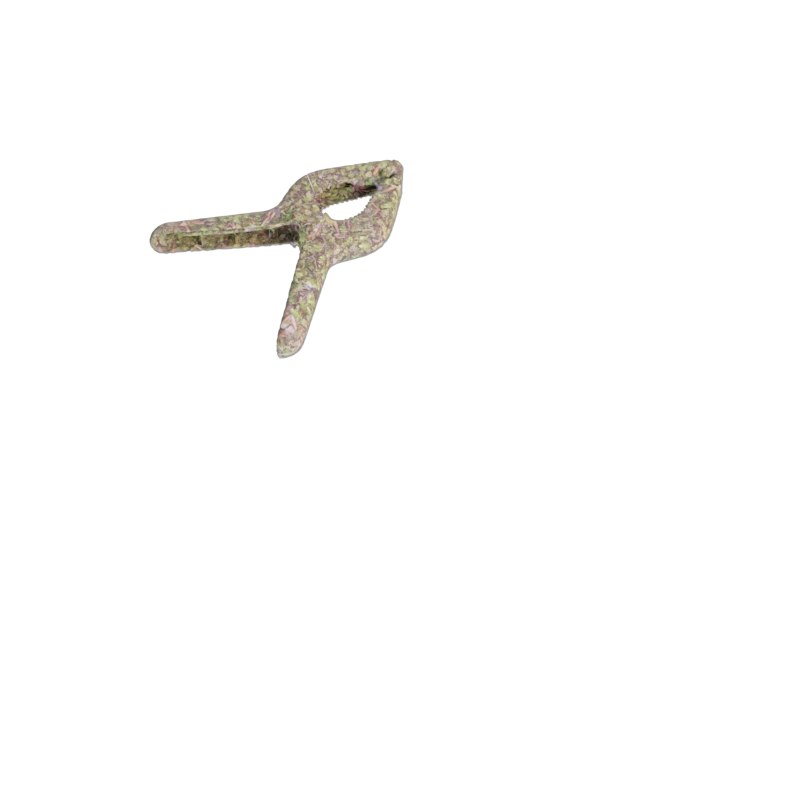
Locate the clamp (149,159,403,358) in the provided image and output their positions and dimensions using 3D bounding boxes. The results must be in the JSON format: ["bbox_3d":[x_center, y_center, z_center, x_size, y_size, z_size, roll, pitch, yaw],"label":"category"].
[{"bbox_3d":[-0.068,-0.124,0.872,0.210,0.034,0.177,-30,56,-23],"label":"clamp"}]
